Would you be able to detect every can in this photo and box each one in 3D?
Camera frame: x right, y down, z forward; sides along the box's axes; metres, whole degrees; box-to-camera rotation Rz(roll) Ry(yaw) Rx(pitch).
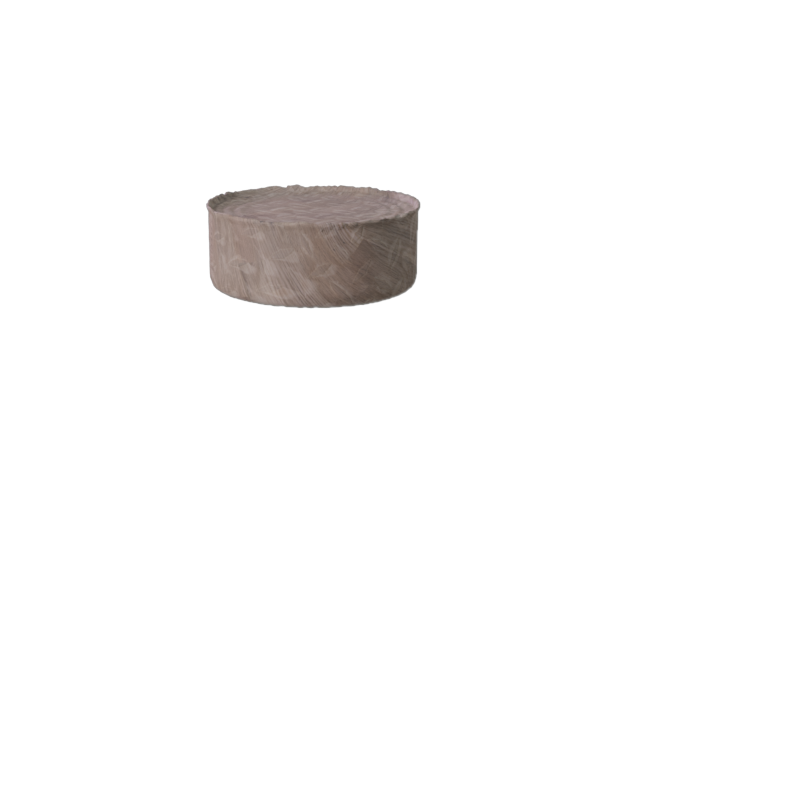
[{"bbox_3d":[-0.035,-0.064,0.448,0.086,0.032,0.089,-1,19,-2],"label":"can"}]
